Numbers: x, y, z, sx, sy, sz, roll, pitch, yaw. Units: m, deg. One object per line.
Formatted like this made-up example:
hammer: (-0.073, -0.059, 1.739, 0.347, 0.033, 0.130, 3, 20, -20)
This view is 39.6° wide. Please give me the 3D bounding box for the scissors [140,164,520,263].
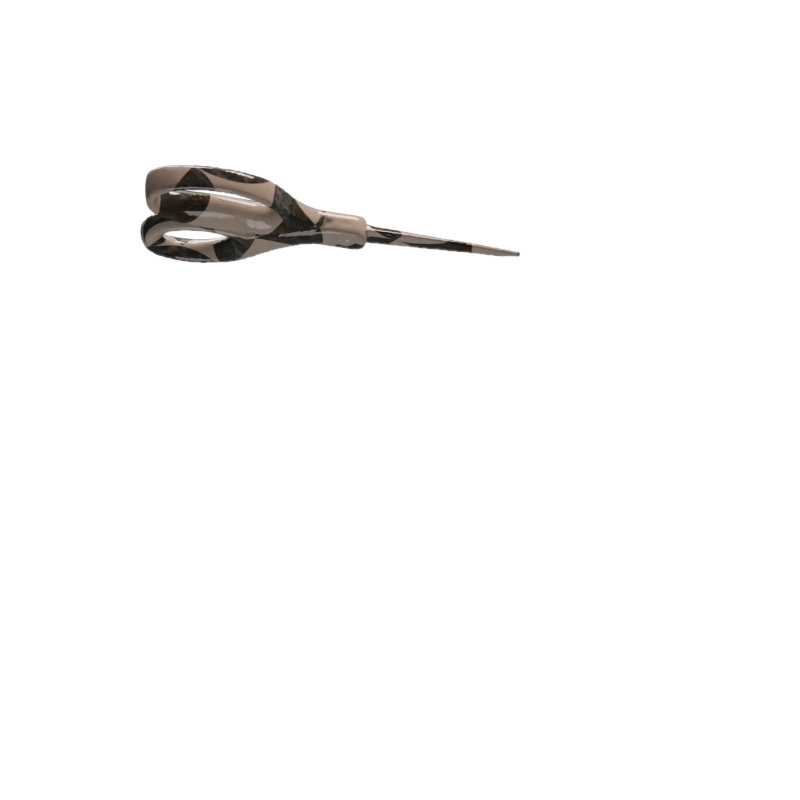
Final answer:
scissors: (-0.045, -0.082, 0.571, 0.192, 0.016, 0.096, 11, -20, -33)
